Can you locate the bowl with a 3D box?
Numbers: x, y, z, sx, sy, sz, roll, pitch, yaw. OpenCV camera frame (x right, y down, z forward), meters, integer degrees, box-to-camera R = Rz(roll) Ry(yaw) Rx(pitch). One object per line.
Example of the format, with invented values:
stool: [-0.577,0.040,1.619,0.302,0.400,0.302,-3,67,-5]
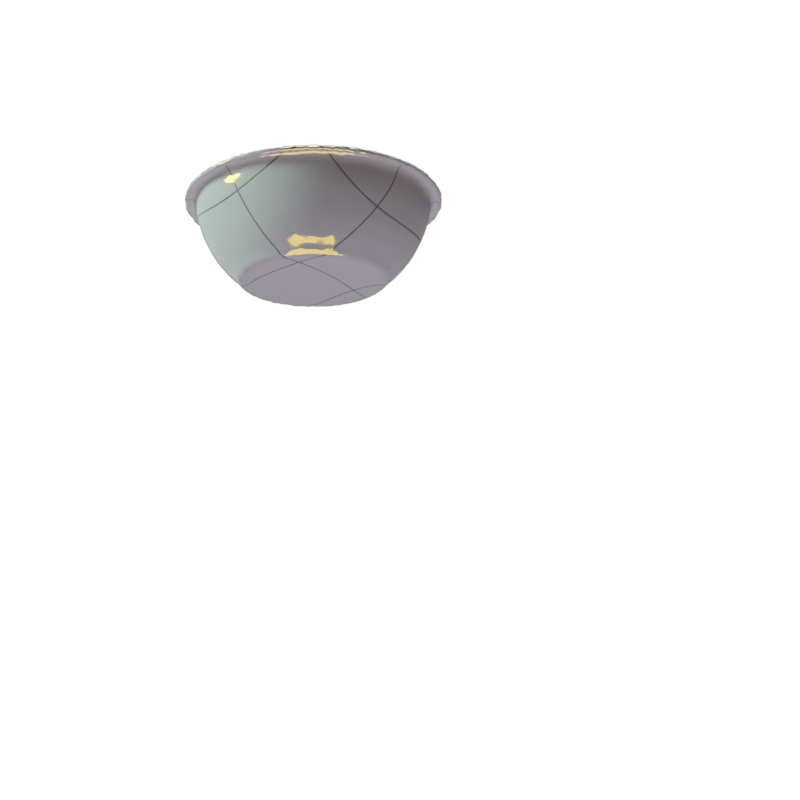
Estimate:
bowl: [-0.054,-0.099,0.691,0.162,0.058,0.155,0,-17,-2]
